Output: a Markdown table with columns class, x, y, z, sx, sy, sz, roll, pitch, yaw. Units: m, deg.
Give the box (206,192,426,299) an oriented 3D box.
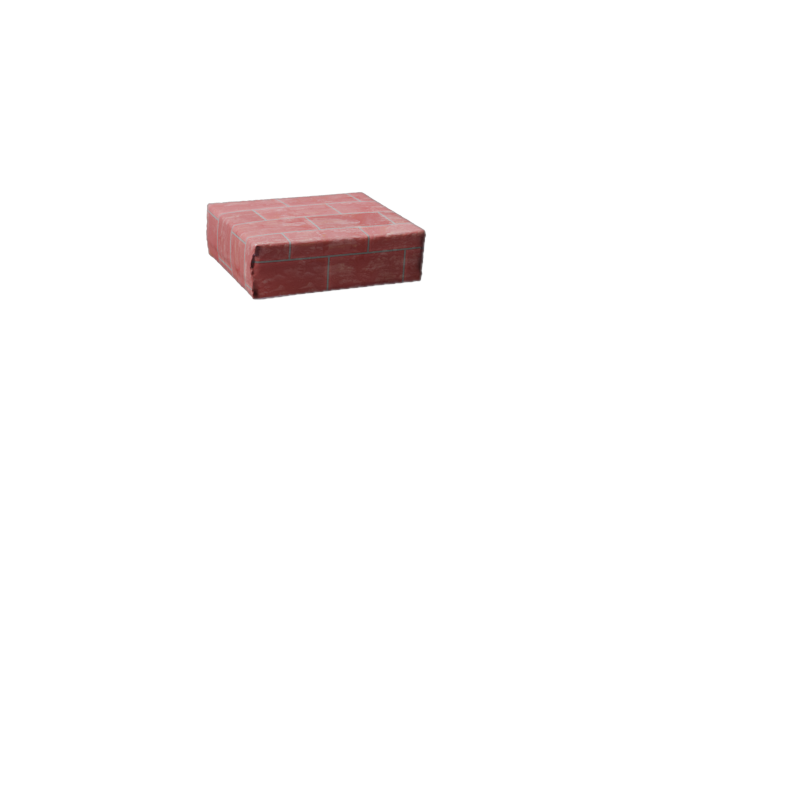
| class | x | y | z | sx | sy | sz | roll | pitch | yaw |
| --- | --- | --- | --- | --- | --- | --- | --- | --- | --- |
| box | -0.054 | -0.098 | 0.687 | 0.111 | 0.037 | 0.096 | -11 | 26 | -23 |
